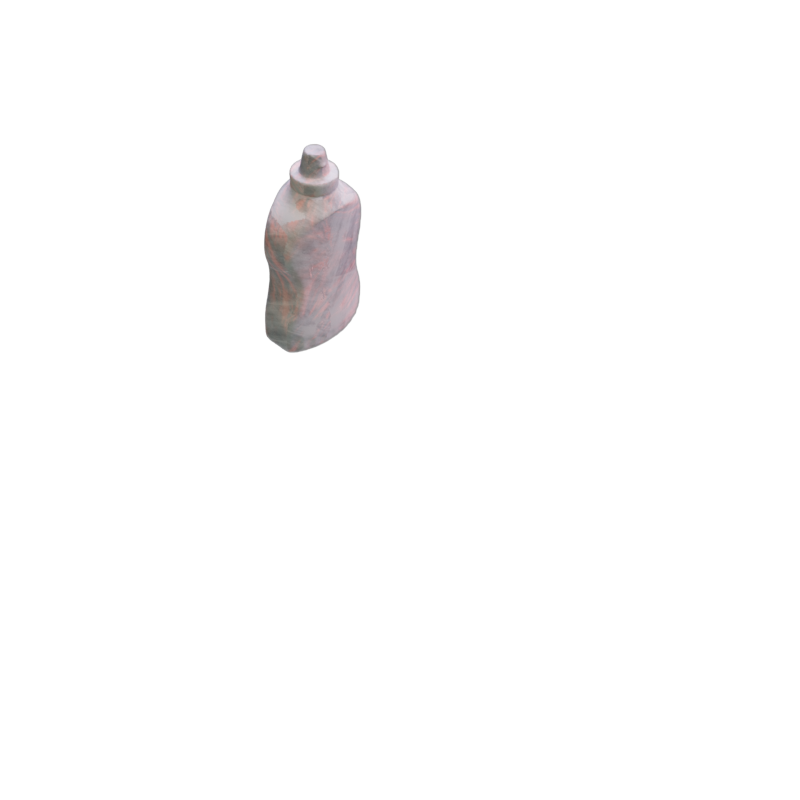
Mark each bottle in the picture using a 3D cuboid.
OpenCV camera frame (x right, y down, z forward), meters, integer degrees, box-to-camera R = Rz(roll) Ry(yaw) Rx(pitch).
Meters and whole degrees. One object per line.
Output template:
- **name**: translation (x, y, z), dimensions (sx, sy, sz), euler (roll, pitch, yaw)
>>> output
- **bottle**: translation (-0.074, -0.136, 0.953), dimensions (0.062, 0.179, 0.096), euler (34, 50, 30)
